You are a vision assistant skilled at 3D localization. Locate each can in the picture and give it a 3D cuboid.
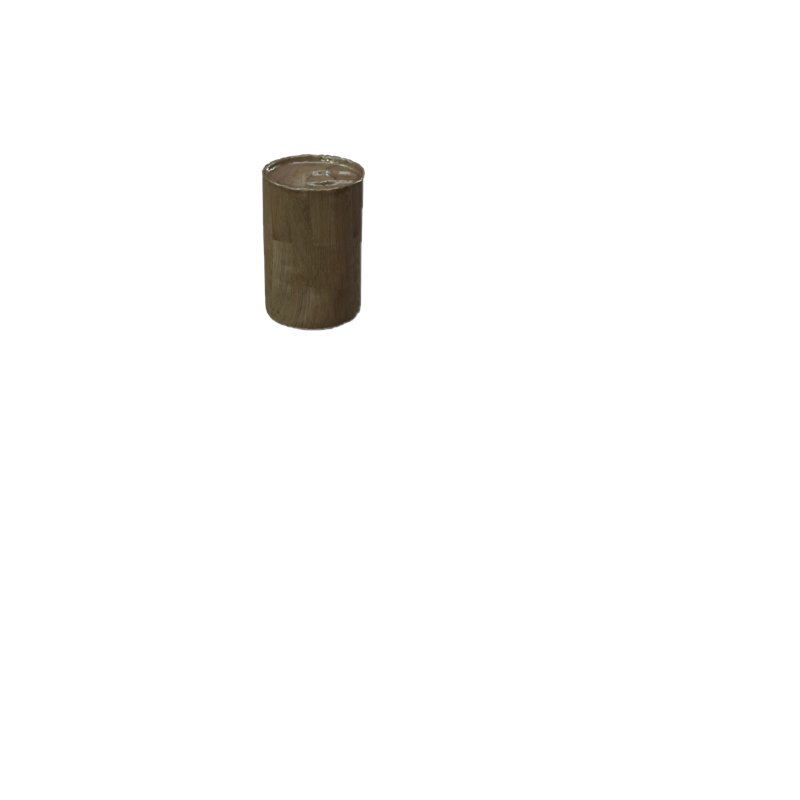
[{"bbox_3d":[-0.058,-0.107,0.746,0.068,0.097,0.072,0,26,-2],"label":"can"}]
